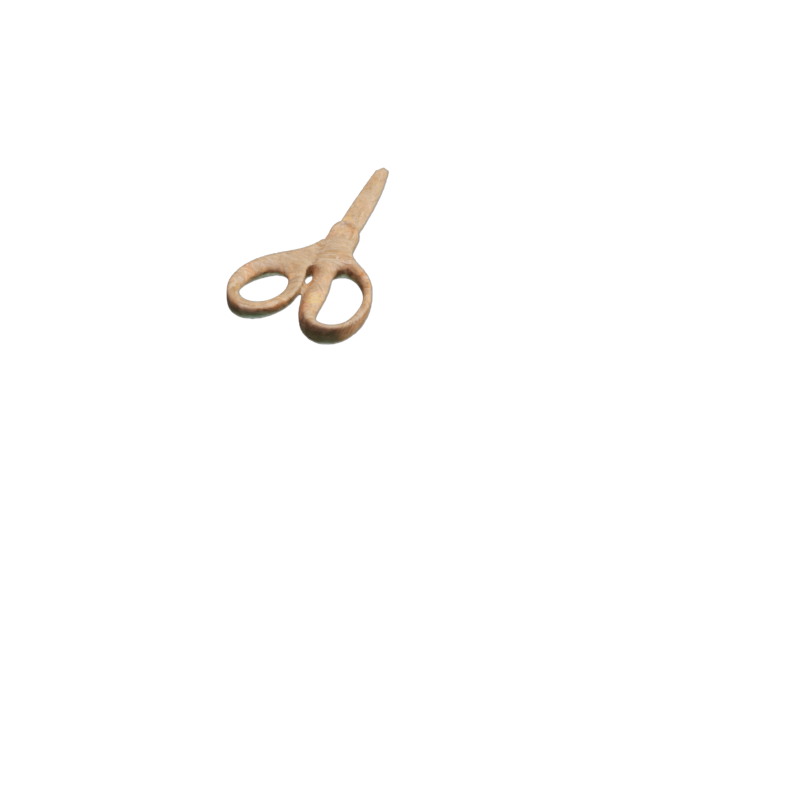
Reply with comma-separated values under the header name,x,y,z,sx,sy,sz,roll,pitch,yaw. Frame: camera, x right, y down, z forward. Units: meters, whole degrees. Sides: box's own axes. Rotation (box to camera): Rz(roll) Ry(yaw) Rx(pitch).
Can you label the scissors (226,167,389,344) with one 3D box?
name,x,y,z,sx,sy,sz,roll,pitch,yaw
scissors,-0.056,-0.101,0.709,0.096,0.015,0.215,0,37,0
